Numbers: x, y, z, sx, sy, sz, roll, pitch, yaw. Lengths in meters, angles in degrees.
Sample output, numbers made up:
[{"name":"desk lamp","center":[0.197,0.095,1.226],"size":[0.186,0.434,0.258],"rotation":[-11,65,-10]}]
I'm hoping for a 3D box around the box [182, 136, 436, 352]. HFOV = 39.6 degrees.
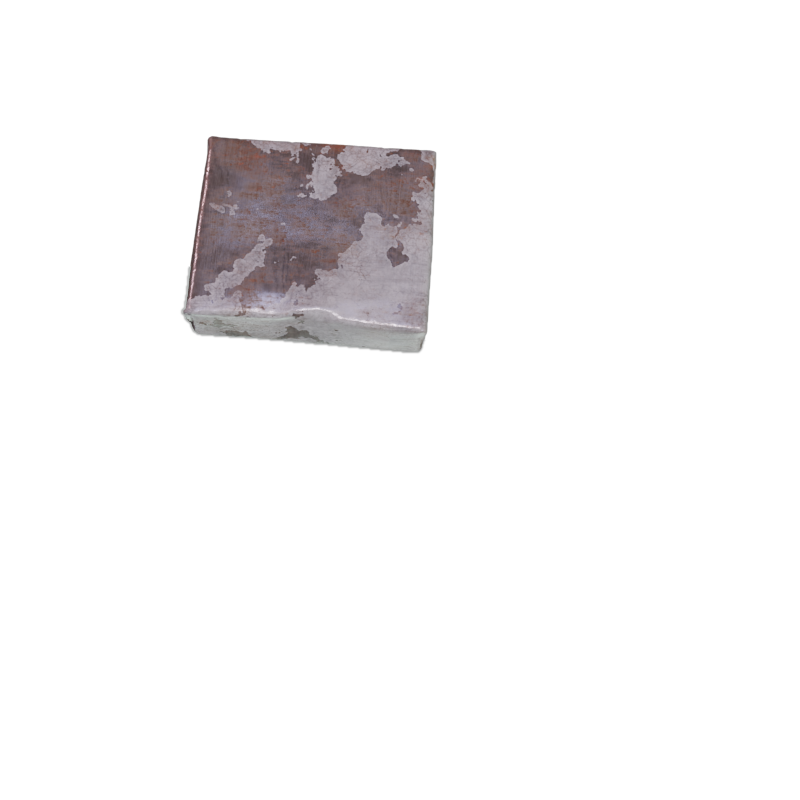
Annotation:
[{"name":"box","center":[-0.033,-0.060,0.418],"size":[0.089,0.077,0.029],"rotation":[4,-21,1]}]
